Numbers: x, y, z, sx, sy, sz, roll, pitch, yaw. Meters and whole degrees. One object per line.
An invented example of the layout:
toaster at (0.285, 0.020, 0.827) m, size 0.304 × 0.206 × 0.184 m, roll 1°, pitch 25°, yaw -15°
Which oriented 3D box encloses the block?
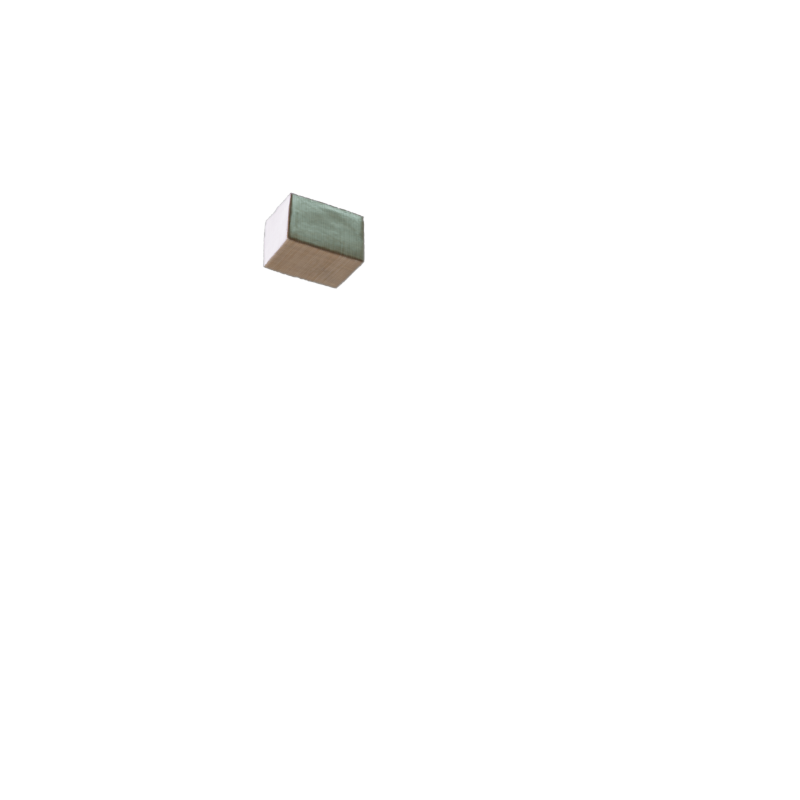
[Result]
block at (-0.077, -0.141, 0.990) m, size 0.075 × 0.055 × 0.052 m, roll 15°, pitch -35°, yaw -26°
